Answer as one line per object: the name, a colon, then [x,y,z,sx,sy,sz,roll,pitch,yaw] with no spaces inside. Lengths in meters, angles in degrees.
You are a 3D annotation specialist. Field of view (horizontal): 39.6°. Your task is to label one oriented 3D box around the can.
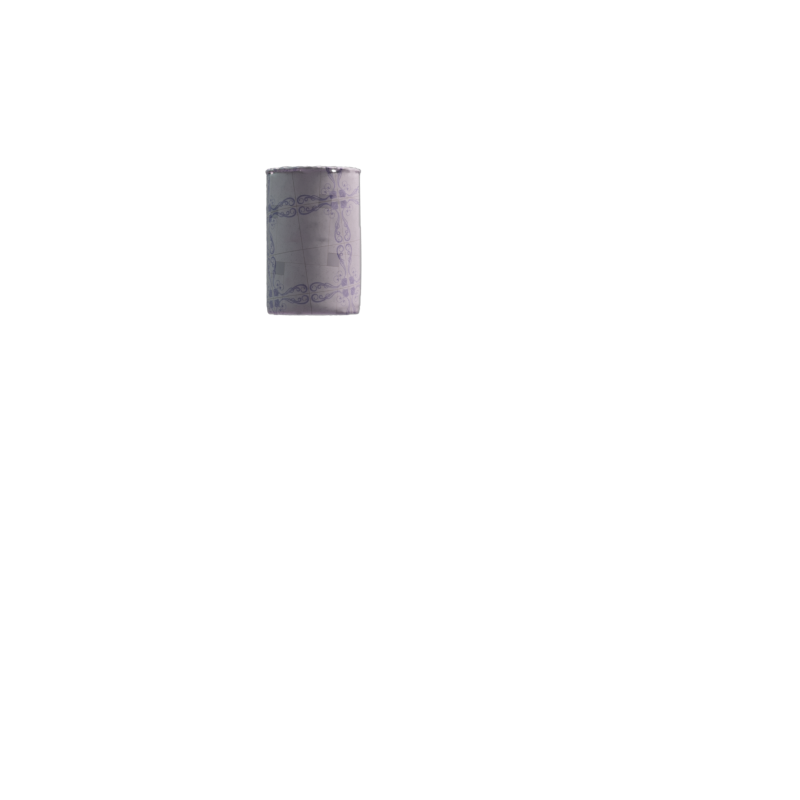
can: [-0.061,-0.112,0.784,0.068,0.102,0.069,0,1,-2]
